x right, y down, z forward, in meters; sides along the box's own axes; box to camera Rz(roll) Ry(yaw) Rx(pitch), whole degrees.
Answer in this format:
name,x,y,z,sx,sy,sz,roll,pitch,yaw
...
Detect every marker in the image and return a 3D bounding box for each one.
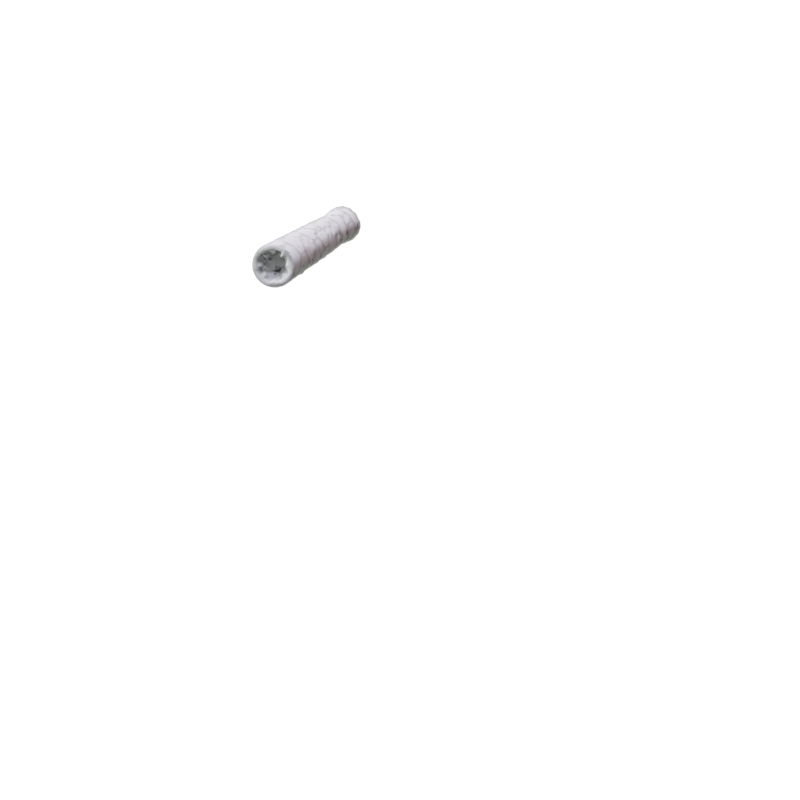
name,x,y,z,sx,sy,sz,roll,pitch,yaw
marker,-0.041,-0.074,0.518,0.020,0.019,0.122,1,17,12
